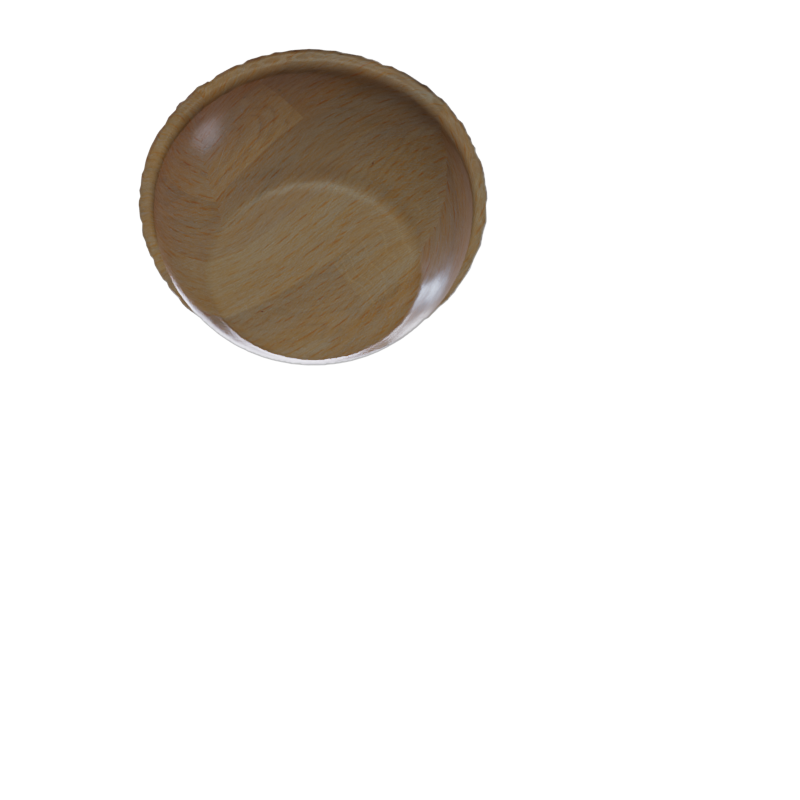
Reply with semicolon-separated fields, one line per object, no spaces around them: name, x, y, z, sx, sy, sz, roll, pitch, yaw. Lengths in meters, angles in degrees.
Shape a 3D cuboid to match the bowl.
bowl;-0.039;-0.071;0.494;0.162;0.152;0.059;1;34;-1
